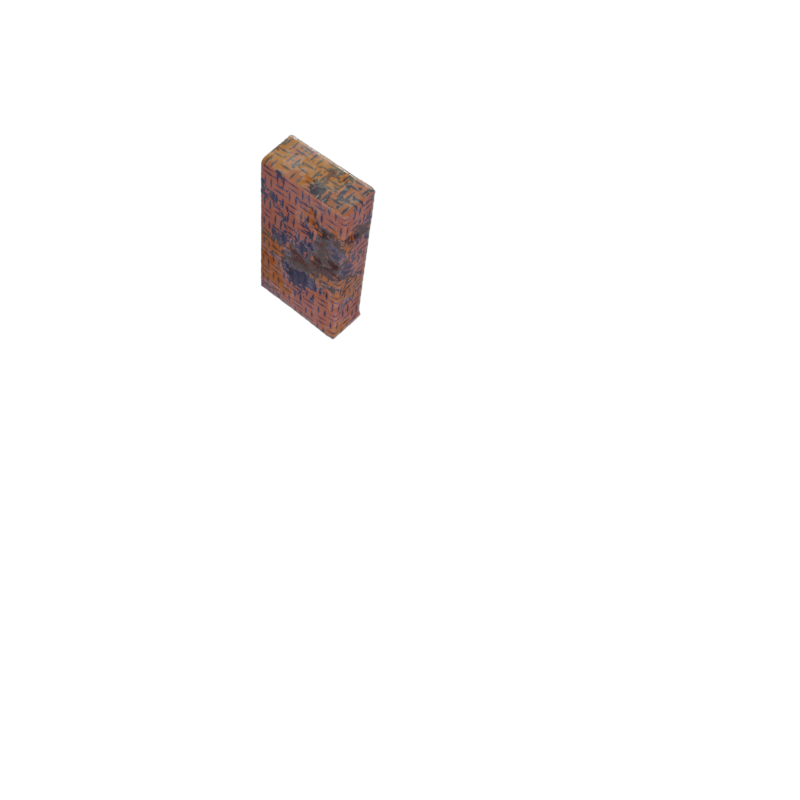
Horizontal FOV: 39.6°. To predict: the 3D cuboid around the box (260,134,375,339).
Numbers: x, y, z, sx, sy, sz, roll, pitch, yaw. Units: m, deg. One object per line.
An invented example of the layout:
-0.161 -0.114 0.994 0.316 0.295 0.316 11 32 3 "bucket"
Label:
-0.075 -0.135 0.949 0.098 0.049 0.165 37 -26 18 "box"
